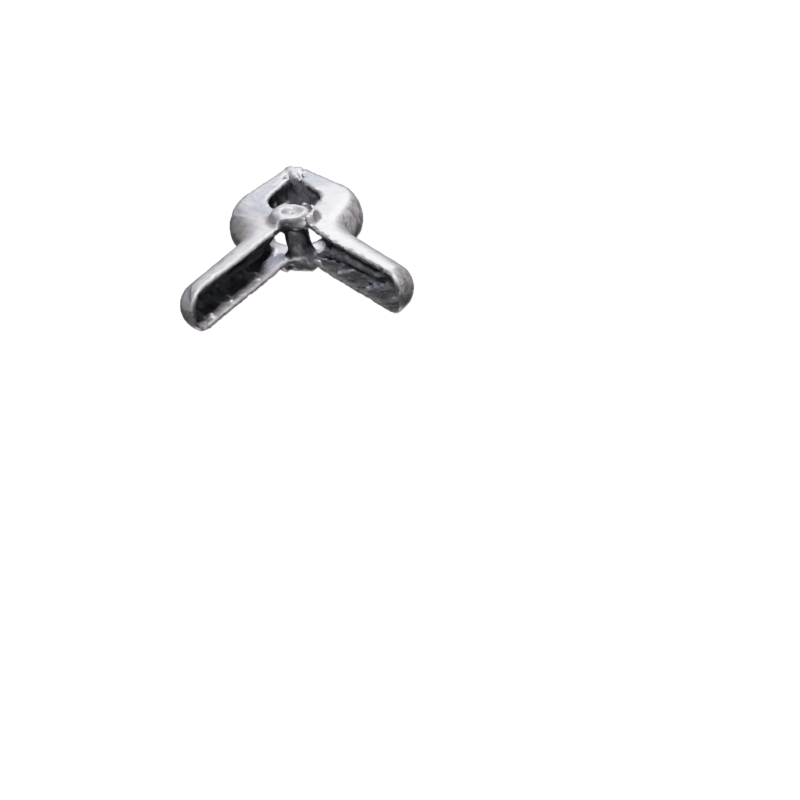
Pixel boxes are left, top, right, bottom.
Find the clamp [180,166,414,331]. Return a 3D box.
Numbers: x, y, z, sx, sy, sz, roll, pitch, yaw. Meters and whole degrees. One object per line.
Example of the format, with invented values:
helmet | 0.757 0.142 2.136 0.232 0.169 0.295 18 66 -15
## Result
clamp | -0.049 -0.090 0.632 0.121 0.037 0.181 3 34 4
